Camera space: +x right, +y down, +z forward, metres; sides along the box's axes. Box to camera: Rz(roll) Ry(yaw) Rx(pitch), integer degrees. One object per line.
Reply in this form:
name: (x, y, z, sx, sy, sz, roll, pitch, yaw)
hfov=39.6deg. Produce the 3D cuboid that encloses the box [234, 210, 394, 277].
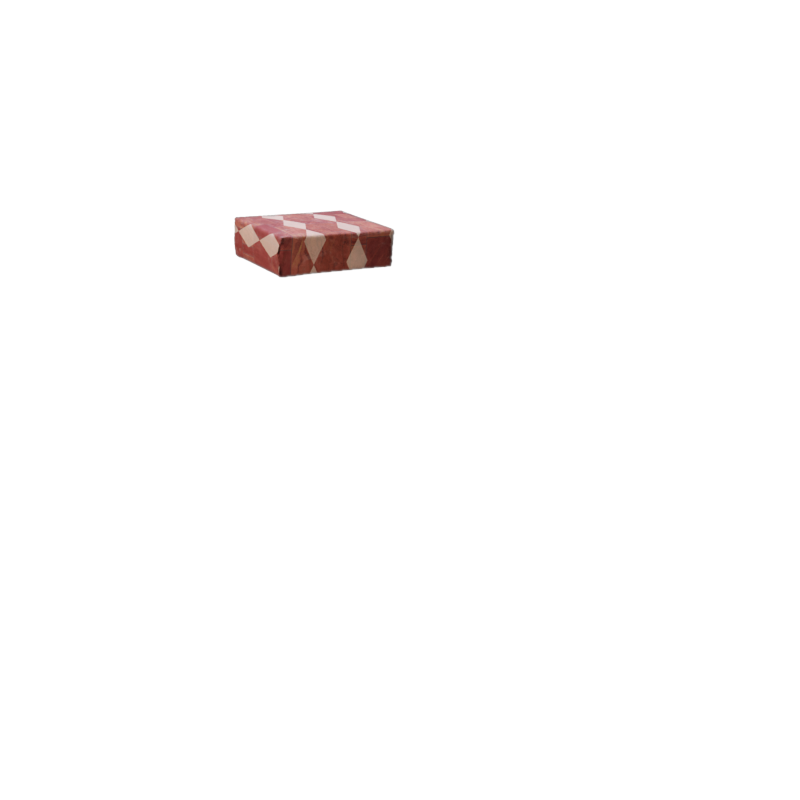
box: (-0.075, -0.137, 0.962, 0.111, 0.037, 0.095, -11, 22, -29)
